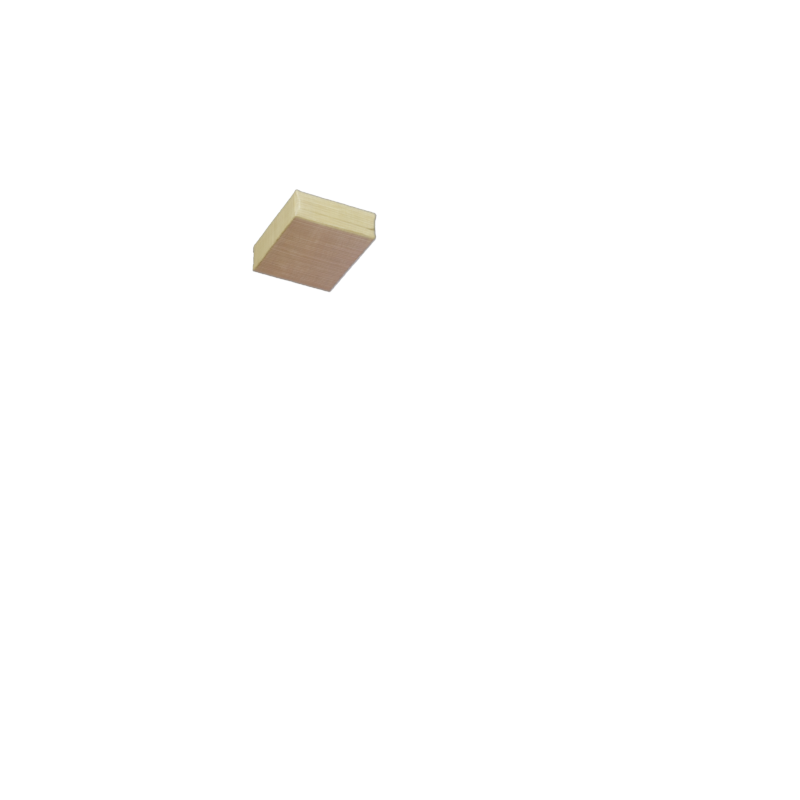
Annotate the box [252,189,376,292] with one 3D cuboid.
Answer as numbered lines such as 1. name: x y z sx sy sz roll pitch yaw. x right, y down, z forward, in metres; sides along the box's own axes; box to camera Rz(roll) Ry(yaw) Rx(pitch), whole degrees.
1. box: -0.071 -0.130 0.909 0.070 0.032 0.087 15 -34 -23
